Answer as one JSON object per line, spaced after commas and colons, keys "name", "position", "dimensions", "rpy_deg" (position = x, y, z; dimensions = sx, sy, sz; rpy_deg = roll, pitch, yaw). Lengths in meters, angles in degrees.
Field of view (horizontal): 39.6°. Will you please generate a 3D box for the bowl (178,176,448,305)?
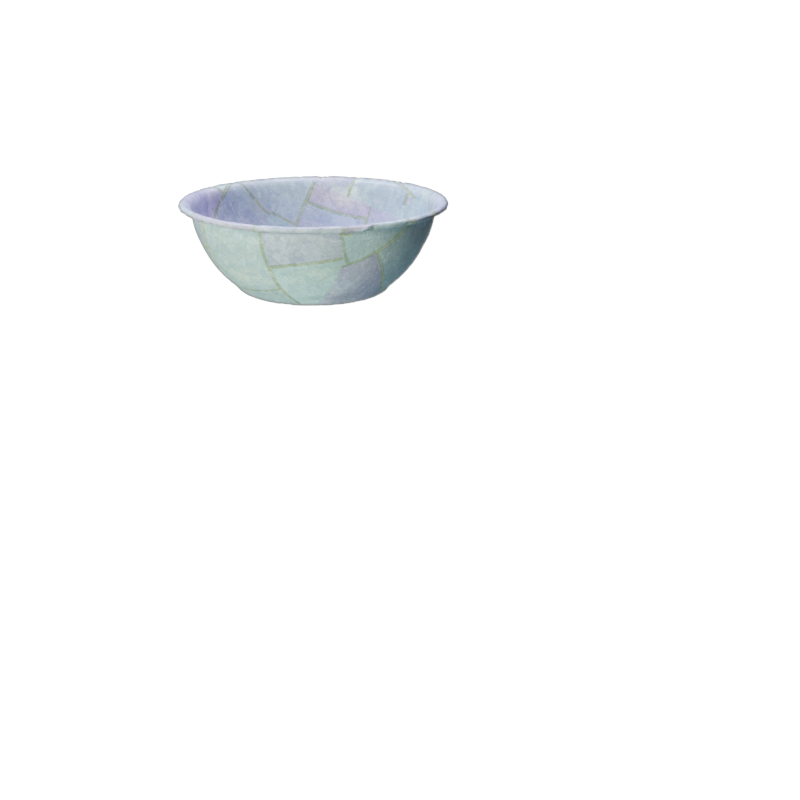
{"name": "bowl", "position": [-0.053, -0.096, 0.672], "dimensions": [0.162, 0.053, 0.169], "rpy_deg": [-1, 20, -2]}
